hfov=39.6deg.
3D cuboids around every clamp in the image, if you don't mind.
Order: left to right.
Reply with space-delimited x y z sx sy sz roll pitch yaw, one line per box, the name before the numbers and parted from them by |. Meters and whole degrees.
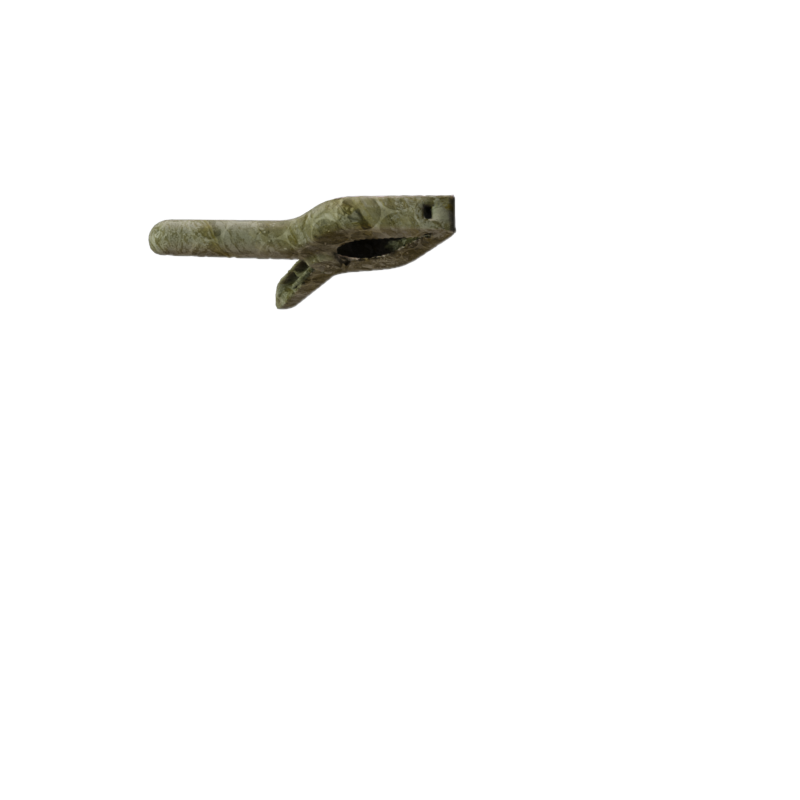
clamp | -0.061 -0.112 0.784 0.214 0.038 0.155 -11 -18 37
